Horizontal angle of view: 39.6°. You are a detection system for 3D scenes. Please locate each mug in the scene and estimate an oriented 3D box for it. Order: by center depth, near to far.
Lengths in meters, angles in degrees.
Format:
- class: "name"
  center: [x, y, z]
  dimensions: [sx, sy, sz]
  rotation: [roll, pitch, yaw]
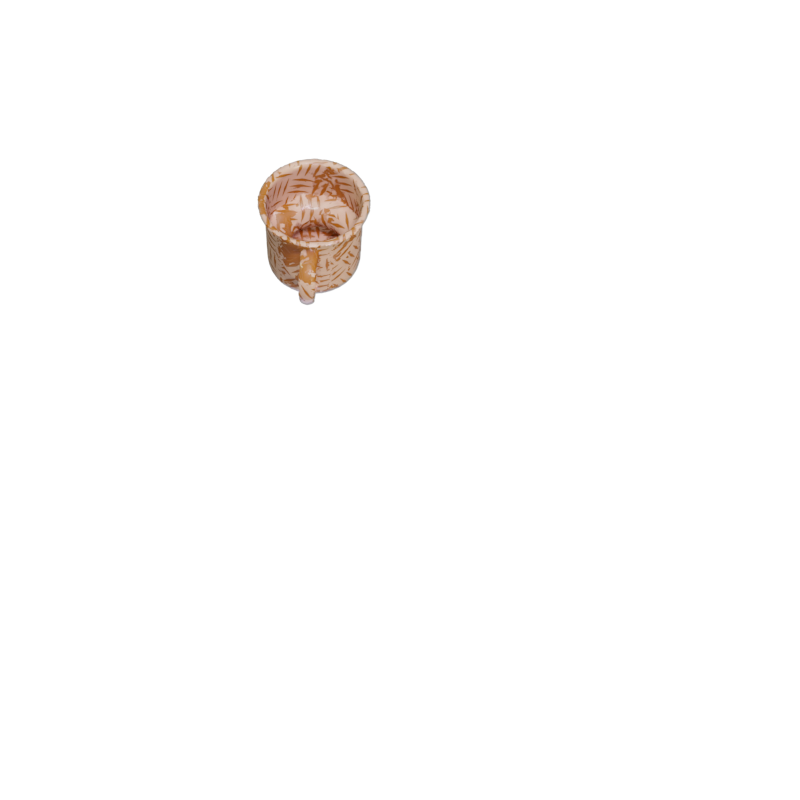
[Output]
- class: "mug"
  center: [-0.073, -0.134, 0.937]
  dimensions: [0.093, 0.125, 0.076]
  rotation: [1, -33, -1]
